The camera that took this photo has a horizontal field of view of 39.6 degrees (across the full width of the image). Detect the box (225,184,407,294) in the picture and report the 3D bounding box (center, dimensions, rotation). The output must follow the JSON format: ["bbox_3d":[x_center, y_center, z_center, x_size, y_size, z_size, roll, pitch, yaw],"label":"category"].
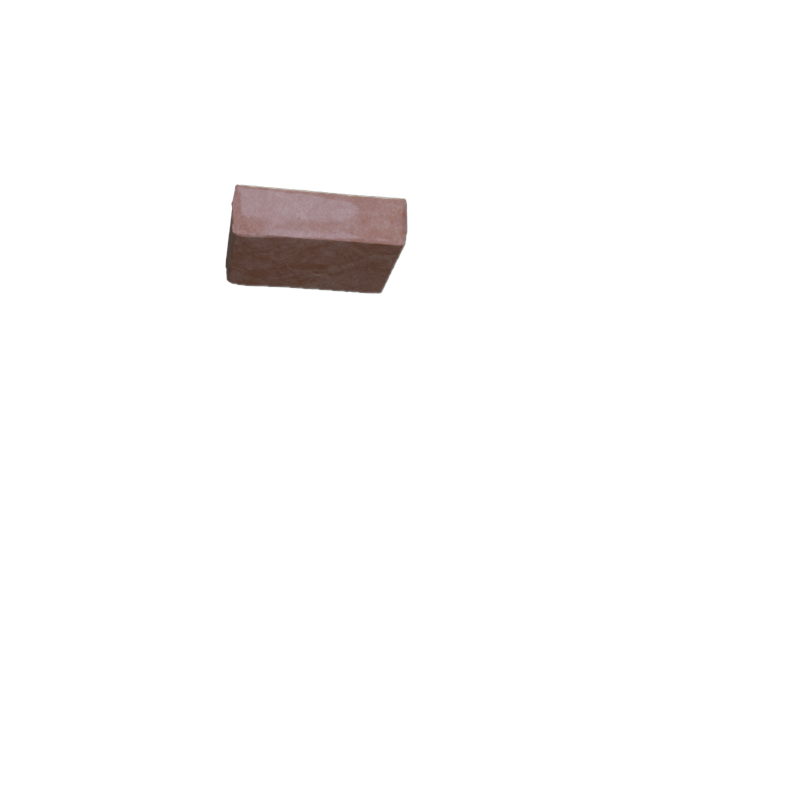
[{"bbox_3d":[-0.058,-0.105,0.737,0.112,0.041,0.087,2,-18,-8],"label":"box"}]
